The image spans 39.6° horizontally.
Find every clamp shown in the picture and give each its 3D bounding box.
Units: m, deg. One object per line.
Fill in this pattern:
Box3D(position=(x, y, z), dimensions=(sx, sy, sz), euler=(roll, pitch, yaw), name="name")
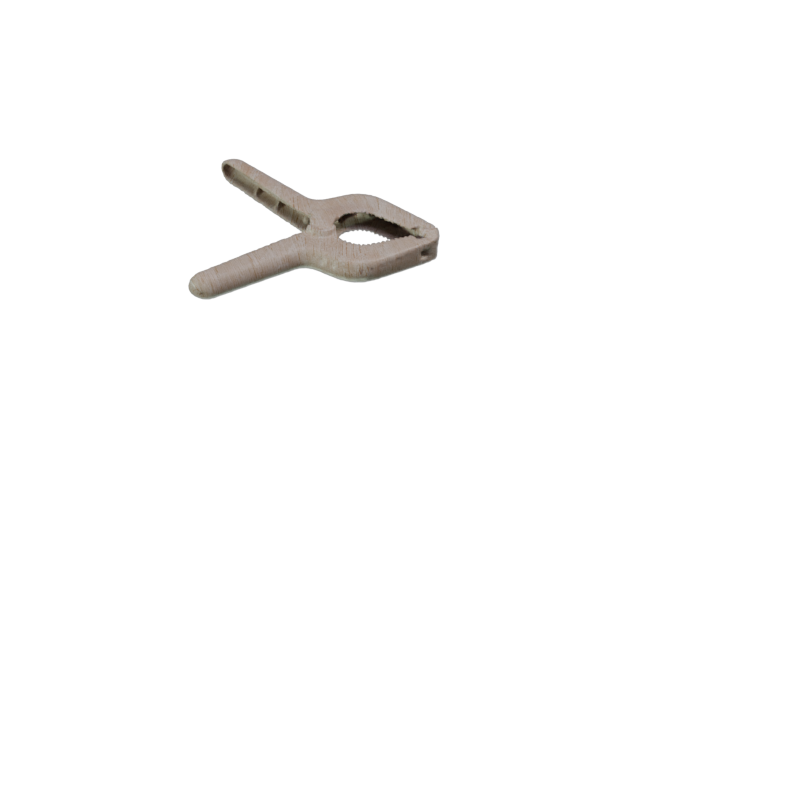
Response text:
Box3D(position=(-0.074, -0.136, 0.952), dimensions=(0.213, 0.174, 0.034), euler=(10, -40, 8), name="clamp")
